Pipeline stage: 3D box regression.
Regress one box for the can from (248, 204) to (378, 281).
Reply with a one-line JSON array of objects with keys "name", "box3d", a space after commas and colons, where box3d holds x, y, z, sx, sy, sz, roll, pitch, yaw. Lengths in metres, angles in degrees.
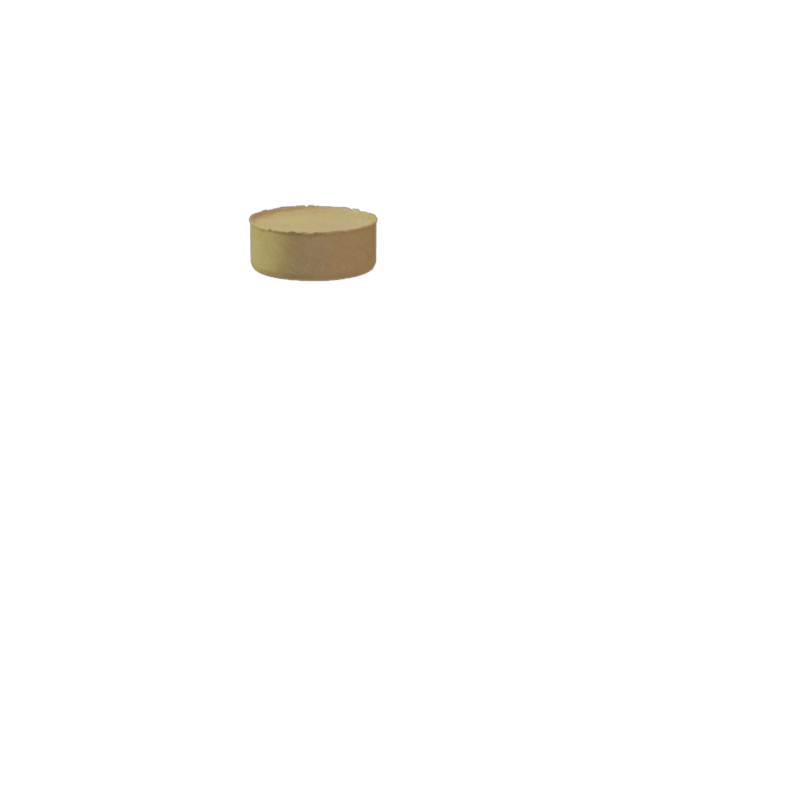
[{"name": "can", "box3d": [-0.058, -0.106, 0.740, 0.086, 0.032, 0.089, -1, 20, -2]}]
